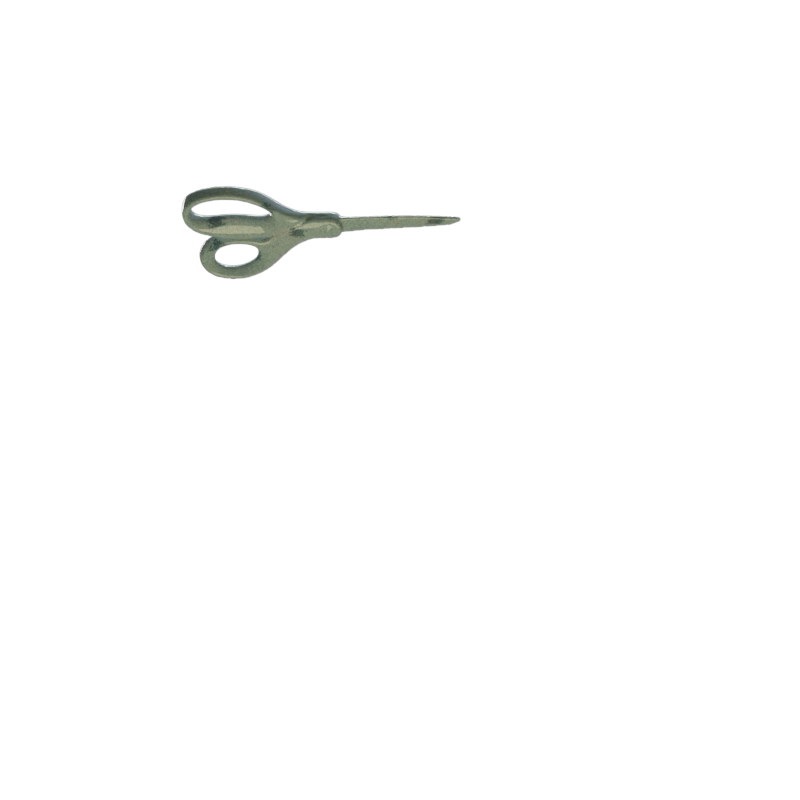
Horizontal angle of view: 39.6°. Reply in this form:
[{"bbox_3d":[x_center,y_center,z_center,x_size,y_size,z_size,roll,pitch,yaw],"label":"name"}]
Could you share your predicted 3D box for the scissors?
[{"bbox_3d":[-0.065,-0.119,0.830,0.198,0.017,0.091,8,-41,-10],"label":"scissors"}]
